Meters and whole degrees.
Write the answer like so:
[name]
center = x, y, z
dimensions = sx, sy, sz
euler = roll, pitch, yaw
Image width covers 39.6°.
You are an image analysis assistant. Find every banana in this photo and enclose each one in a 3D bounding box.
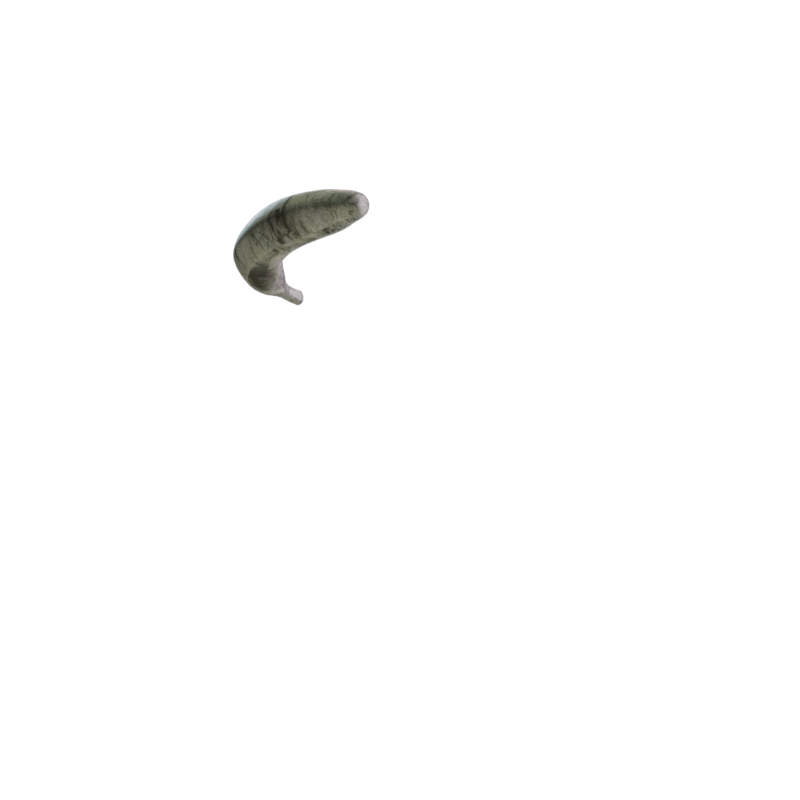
[banana]
center = -0.082, -0.115, 0.806
dimensions = 0.068, 0.038, 0.194
euler = 4, -14, -17
